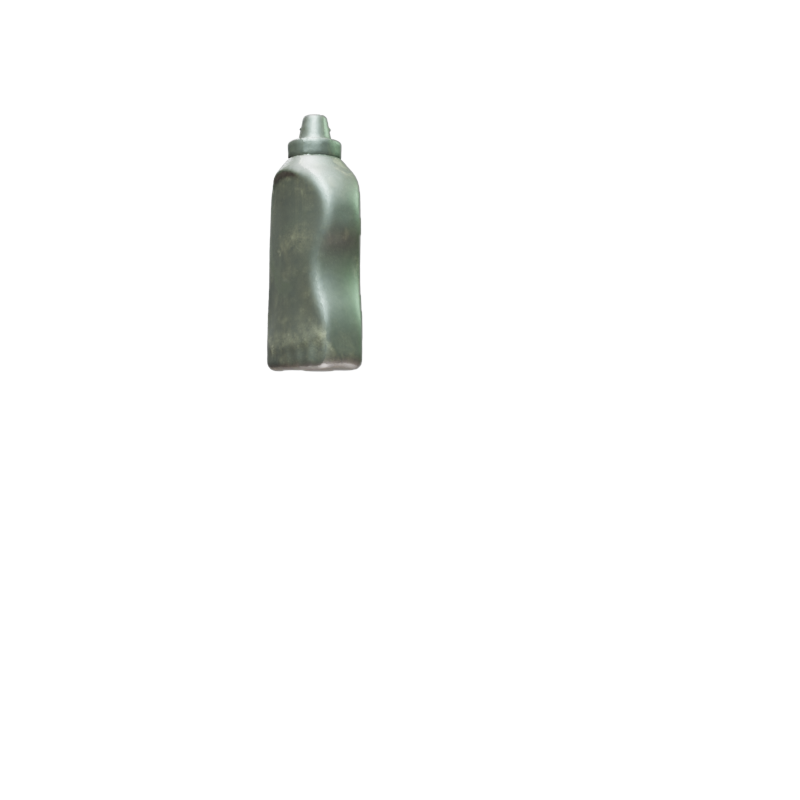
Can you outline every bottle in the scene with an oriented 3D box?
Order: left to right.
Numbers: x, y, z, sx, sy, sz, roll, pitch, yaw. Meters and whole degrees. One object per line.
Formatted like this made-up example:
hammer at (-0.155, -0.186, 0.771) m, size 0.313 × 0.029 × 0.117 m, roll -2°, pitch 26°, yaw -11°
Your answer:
bottle at (-0.064, -0.118, 0.828) m, size 0.056 × 0.195 × 0.098 m, roll 3°, pitch -7°, yaw -28°
